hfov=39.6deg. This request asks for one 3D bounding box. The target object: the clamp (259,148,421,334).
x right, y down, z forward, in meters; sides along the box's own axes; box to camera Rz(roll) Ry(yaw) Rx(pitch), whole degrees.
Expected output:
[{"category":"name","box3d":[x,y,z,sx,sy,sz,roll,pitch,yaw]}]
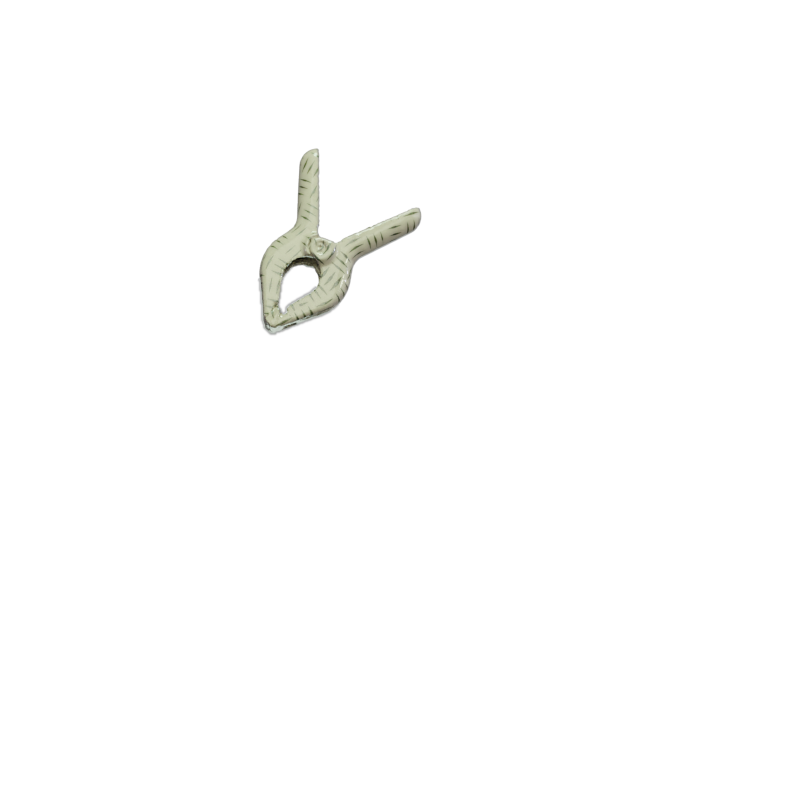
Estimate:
[{"category":"clamp","box3d":[-0.076,-0.139,0.972,0.125,0.174,0.037,36,-19,15]}]
